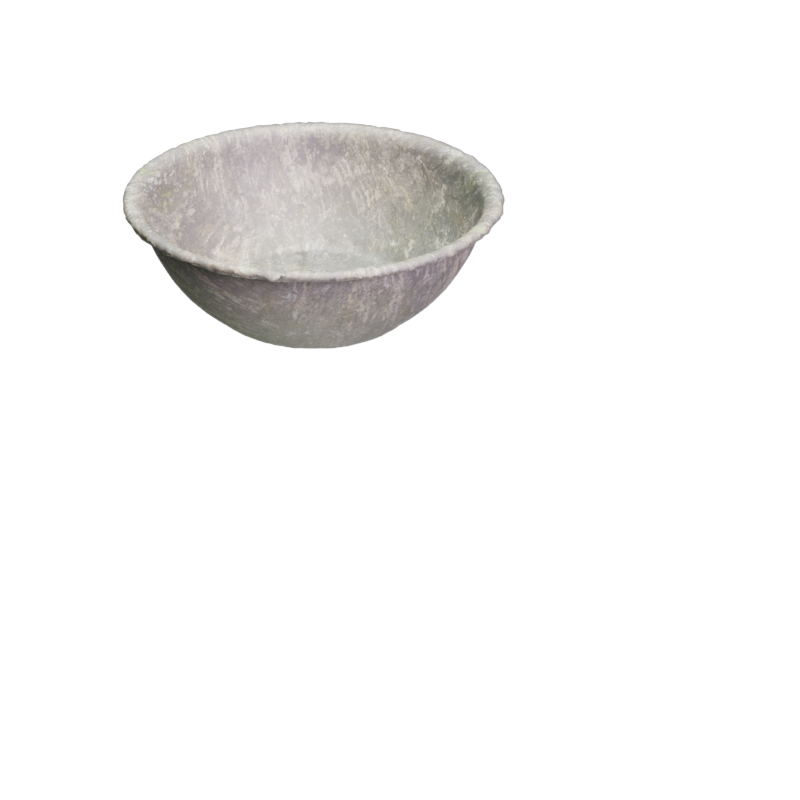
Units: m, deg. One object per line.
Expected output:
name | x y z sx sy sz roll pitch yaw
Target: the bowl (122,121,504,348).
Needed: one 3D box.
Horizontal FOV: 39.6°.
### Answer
bowl | -0.038 -0.069 0.485 0.162 0.052 0.173 -1 33 -2
